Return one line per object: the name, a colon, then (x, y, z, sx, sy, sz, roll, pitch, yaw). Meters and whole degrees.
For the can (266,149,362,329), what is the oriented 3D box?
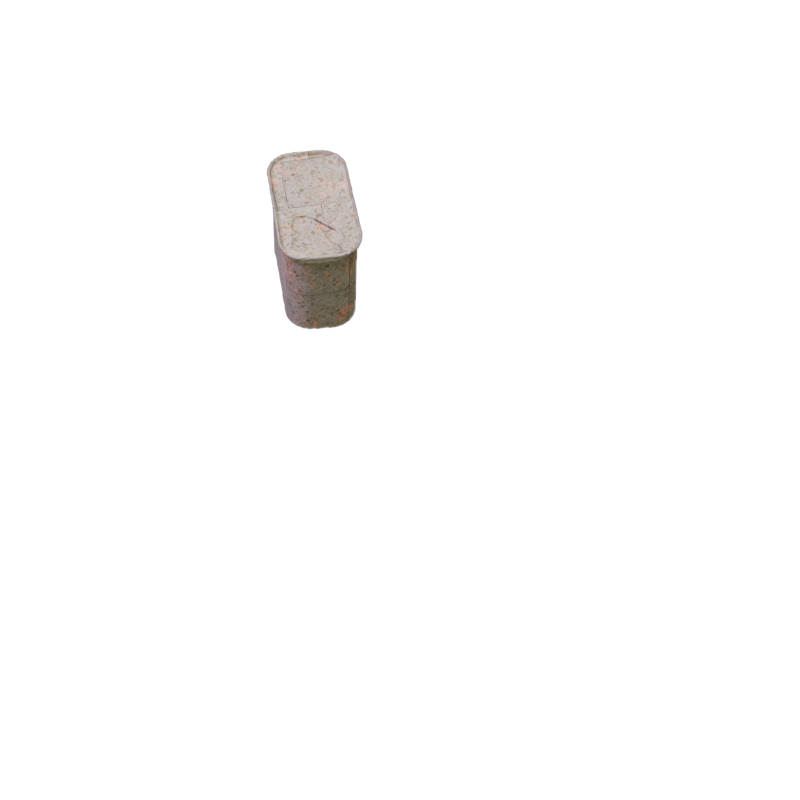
can: (-0.062, -0.113, 0.794, 0.057, 0.110, 0.078, -7, -38, -8)
